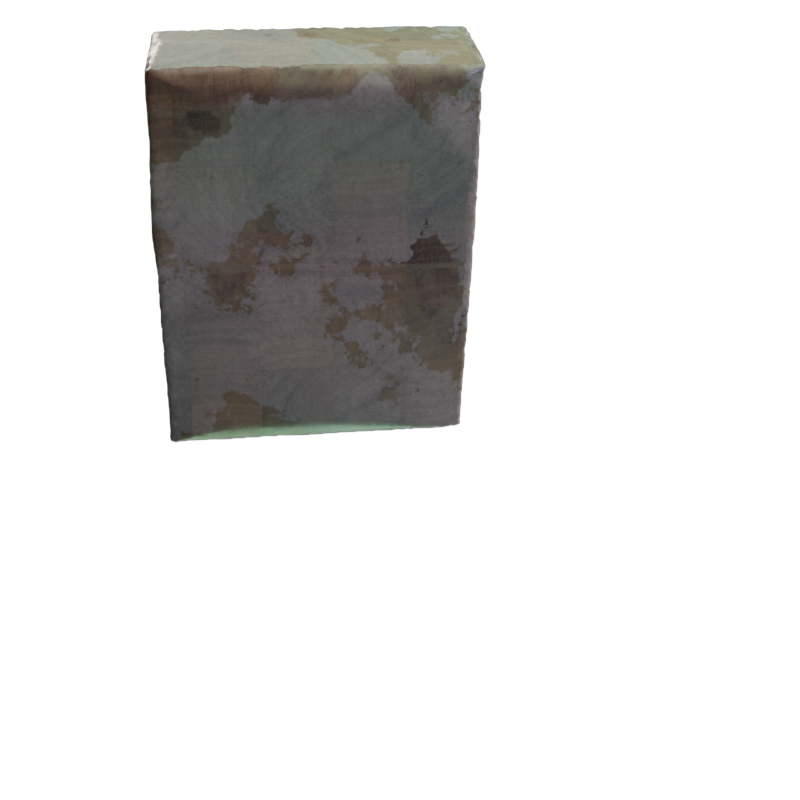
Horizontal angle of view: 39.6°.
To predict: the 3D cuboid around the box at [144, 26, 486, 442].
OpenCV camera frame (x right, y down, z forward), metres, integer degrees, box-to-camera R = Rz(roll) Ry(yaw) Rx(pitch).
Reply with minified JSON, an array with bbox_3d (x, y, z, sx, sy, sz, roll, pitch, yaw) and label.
[{"bbox_3d":[-0.046,-0.084,0.586,0.163,0.201,0.077,-1,30,-5],"label":"box"}]
